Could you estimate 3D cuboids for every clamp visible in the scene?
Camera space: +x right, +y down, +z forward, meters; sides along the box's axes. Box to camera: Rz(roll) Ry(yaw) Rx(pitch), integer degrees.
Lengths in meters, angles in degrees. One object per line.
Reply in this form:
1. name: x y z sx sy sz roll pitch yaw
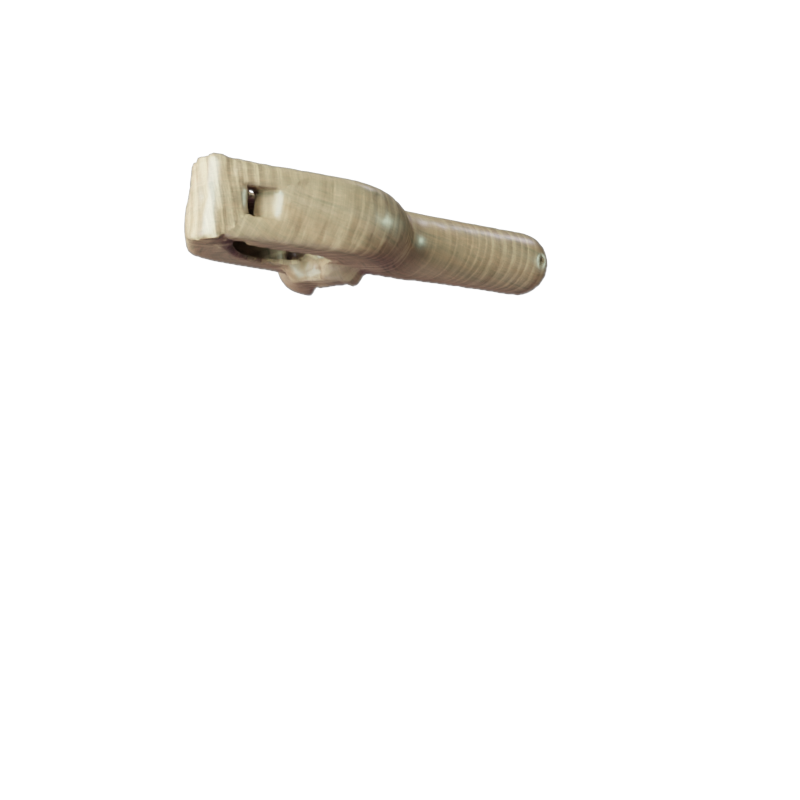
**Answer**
1. clamp: -0.033 -0.060 0.422 0.123 0.040 0.162 -5 -9 35
